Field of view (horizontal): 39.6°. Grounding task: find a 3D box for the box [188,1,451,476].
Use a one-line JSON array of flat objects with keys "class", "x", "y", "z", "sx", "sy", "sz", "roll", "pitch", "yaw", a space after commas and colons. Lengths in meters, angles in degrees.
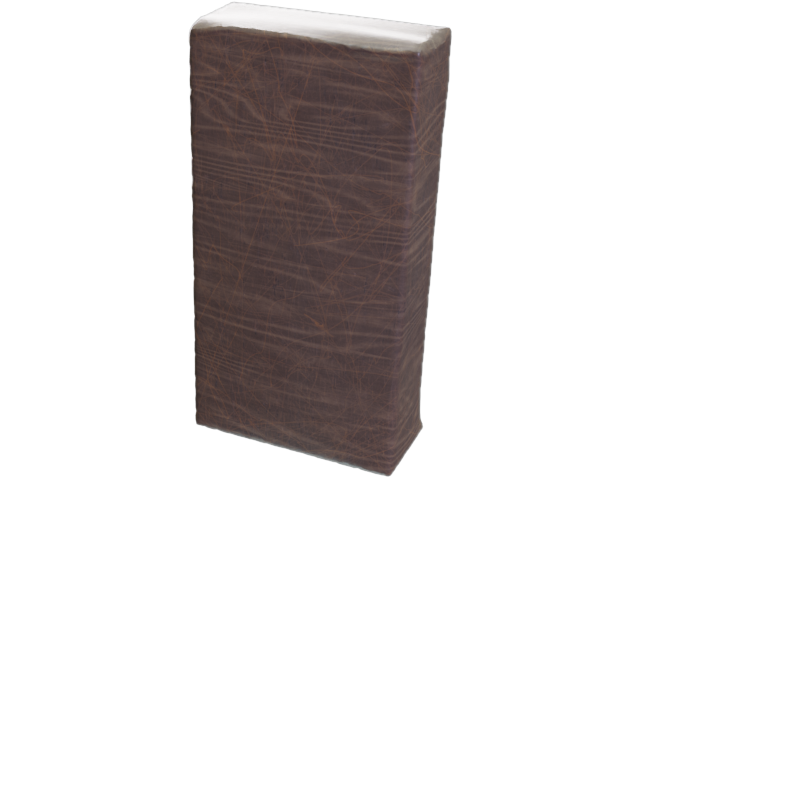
[{"class": "box", "x": -0.035, "y": -0.063, "z": 0.440, "sx": 0.096, "sy": 0.166, "sz": 0.049, "roll": 12, "pitch": 30, "yaw": 18}]
